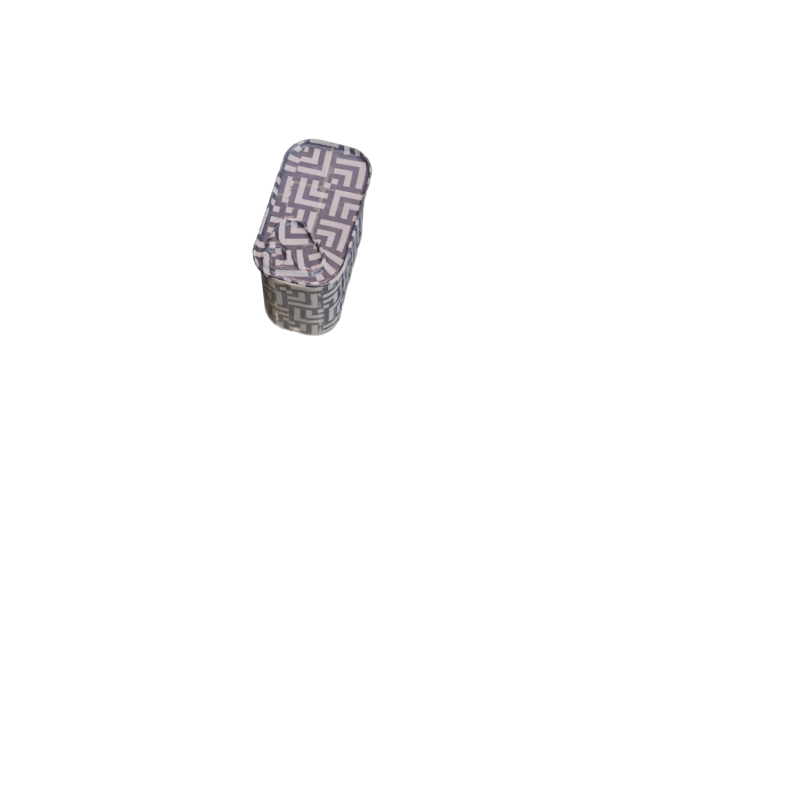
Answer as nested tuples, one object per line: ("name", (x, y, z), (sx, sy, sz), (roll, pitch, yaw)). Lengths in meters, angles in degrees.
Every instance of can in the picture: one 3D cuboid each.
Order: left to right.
("can", (-0.056, -0.102, 0.716), (0.058, 0.107, 0.079), (13, -24, 3))
